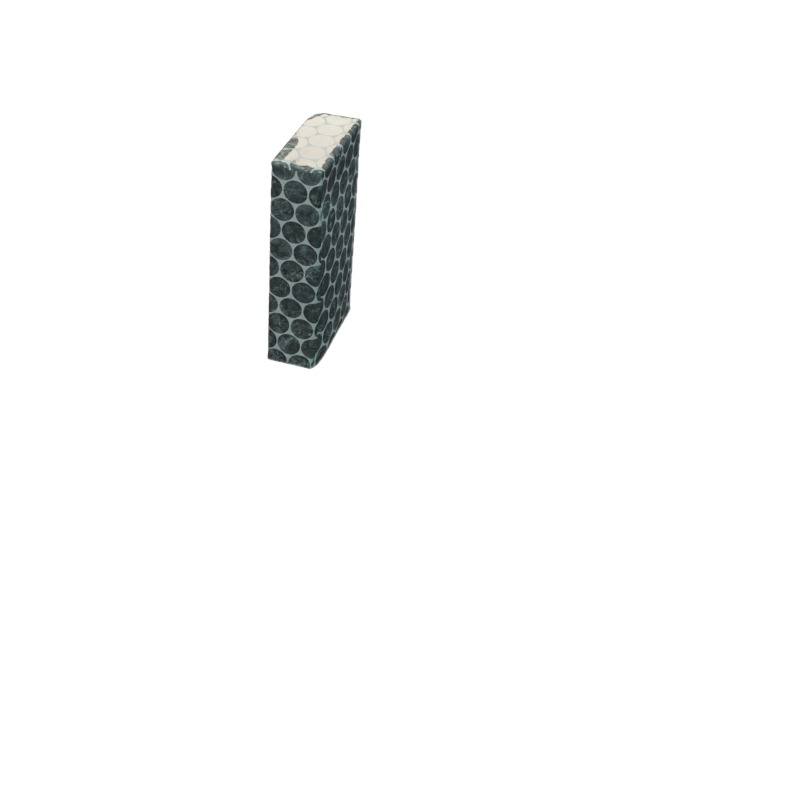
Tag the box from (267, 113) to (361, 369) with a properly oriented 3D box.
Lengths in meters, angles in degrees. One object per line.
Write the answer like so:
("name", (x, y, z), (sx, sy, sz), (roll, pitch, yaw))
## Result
("box", (-0.066, -0.121, 0.844), (0.049, 0.165, 0.097), (11, 35, 12))
